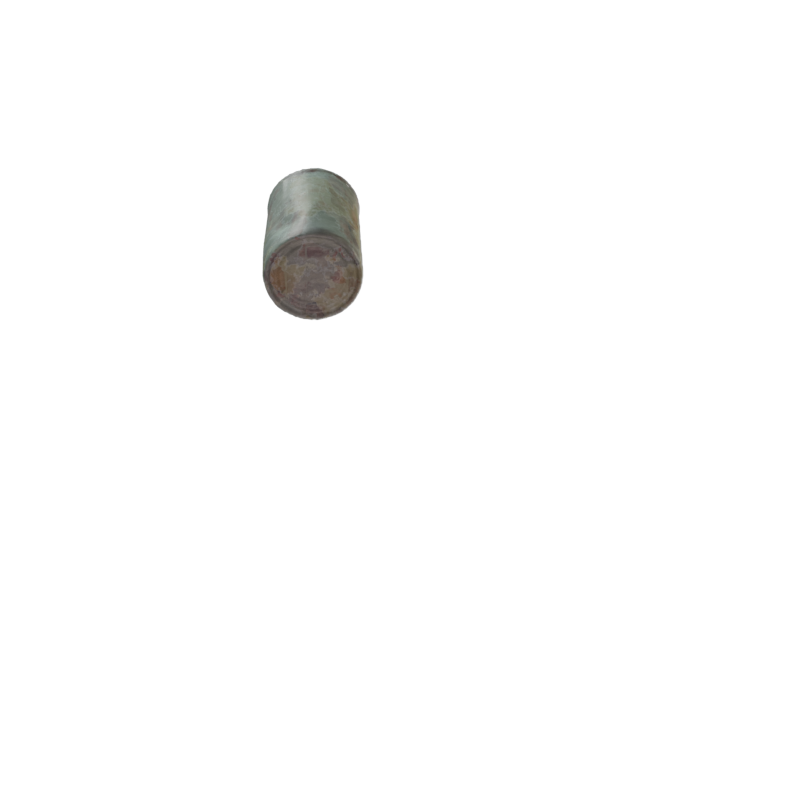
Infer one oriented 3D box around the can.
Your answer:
[{"bbox_3d":[-0.060,-0.110,0.770,0.068,0.064,0.109,-1,33,-3],"label":"can"}]
